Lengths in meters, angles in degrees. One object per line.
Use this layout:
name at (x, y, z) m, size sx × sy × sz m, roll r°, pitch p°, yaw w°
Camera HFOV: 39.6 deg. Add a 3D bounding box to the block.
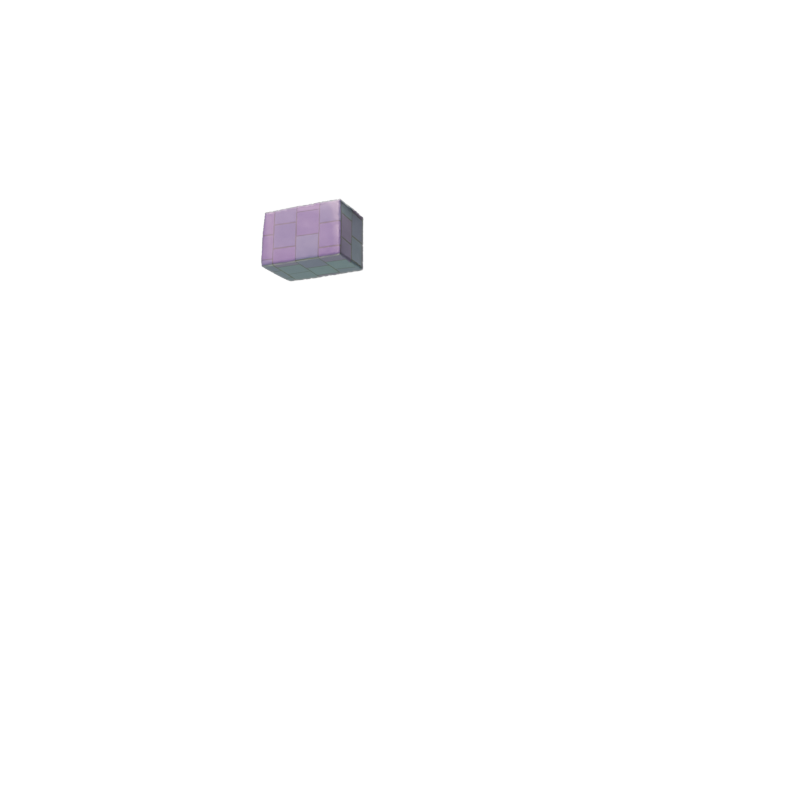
block at (-0.077, -0.141, 0.987) m, size 0.080 × 0.053 × 0.049 m, roll -7°, pitch -17°, yaw 23°
